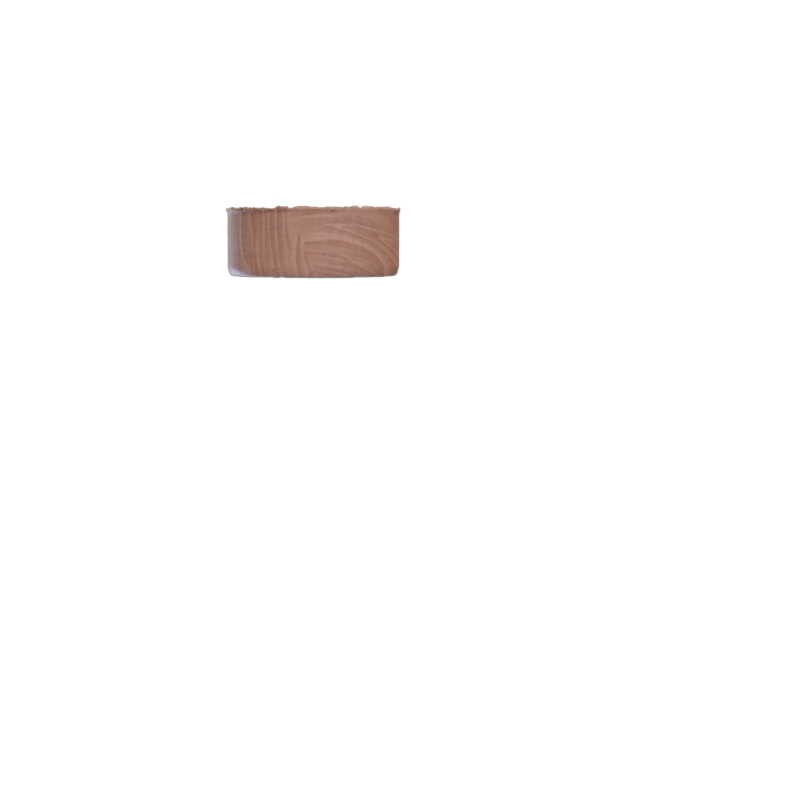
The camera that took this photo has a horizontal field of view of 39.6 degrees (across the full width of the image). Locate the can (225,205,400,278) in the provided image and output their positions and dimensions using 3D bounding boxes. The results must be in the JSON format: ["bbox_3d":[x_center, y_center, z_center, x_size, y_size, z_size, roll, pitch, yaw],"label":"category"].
[{"bbox_3d":[-0.043,-0.078,0.545,0.086,0.033,0.087,0,7,-2],"label":"can"}]
